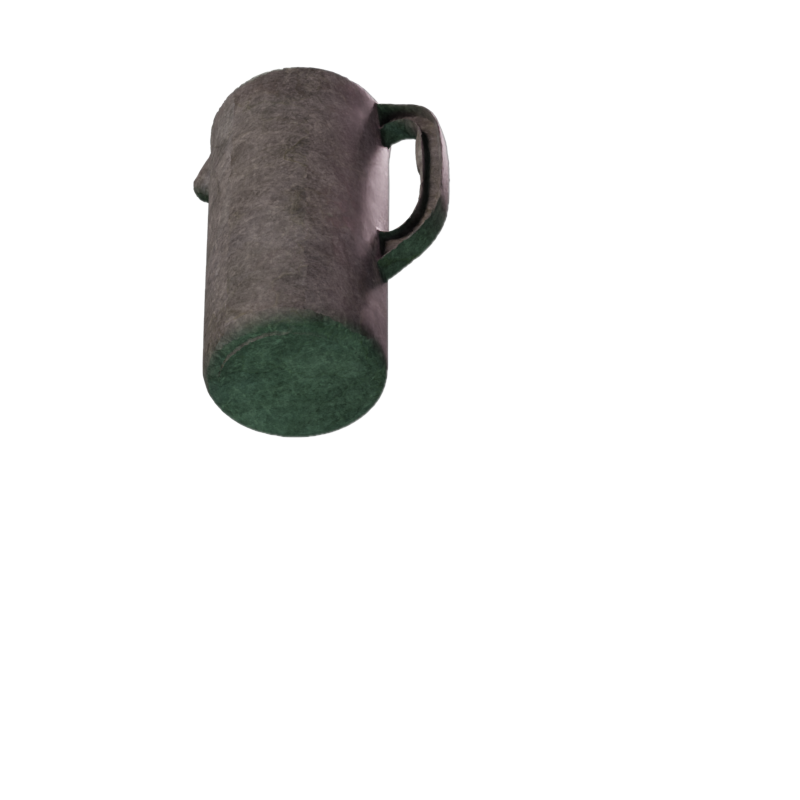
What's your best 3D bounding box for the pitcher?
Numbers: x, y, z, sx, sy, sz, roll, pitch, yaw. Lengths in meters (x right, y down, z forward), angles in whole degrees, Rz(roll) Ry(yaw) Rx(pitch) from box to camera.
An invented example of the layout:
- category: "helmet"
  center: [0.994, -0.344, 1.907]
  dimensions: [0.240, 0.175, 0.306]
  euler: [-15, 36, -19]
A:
- category: "pitcher"
  center: [-0.057, -0.103, 0.722]
  dimensions: [0.140, 0.261, 0.144]
  euler: [17, -48, -20]
